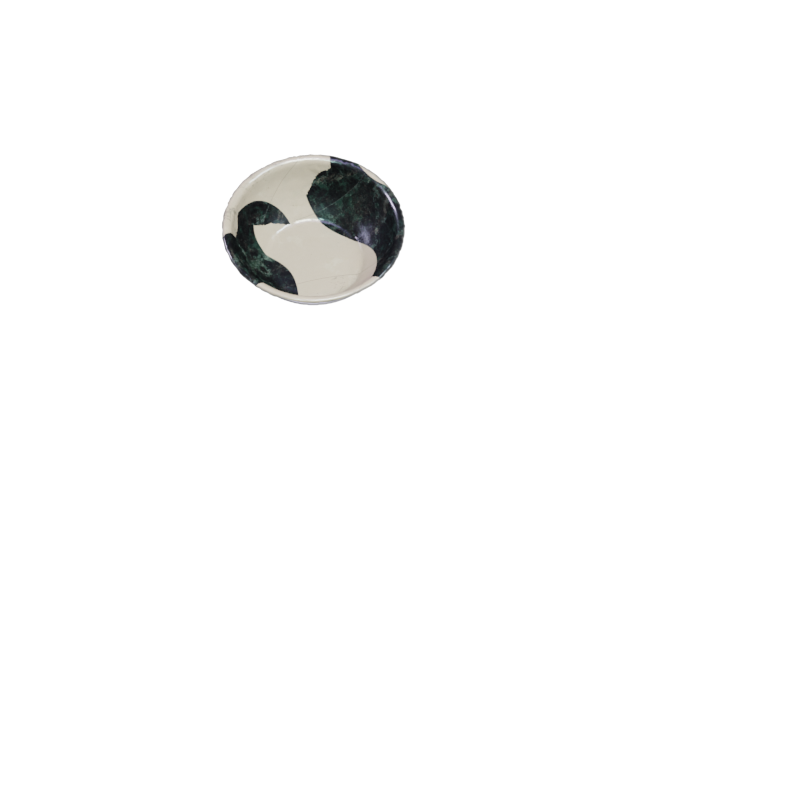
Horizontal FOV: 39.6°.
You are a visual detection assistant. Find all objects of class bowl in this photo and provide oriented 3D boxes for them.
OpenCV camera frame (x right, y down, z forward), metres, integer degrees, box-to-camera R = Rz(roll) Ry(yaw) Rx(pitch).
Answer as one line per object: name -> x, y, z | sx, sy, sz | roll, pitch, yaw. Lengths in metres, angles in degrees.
bowl -> -0.078, -0.143, 0.999 | 0.162, 0.173, 0.051 | -1, -33, -1
